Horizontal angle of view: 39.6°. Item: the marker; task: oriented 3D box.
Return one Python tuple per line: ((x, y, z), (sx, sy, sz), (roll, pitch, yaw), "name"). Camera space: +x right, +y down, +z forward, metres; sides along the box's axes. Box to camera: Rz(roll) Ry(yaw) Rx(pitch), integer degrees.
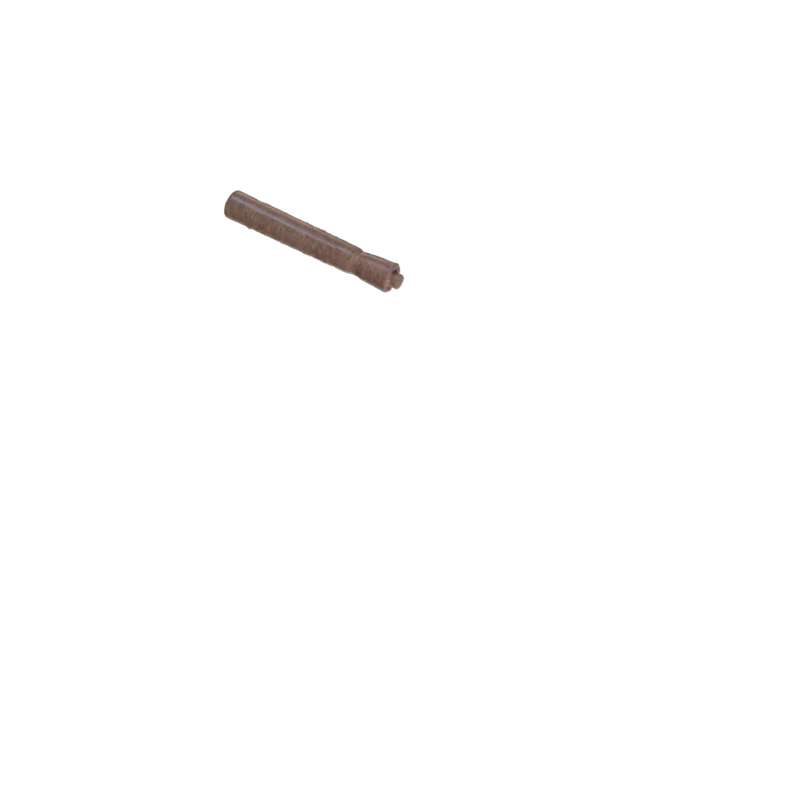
((-0.052, -0.095, 0.666), (0.127, 0.019, 0.019), (27, 14, 21), "marker")
